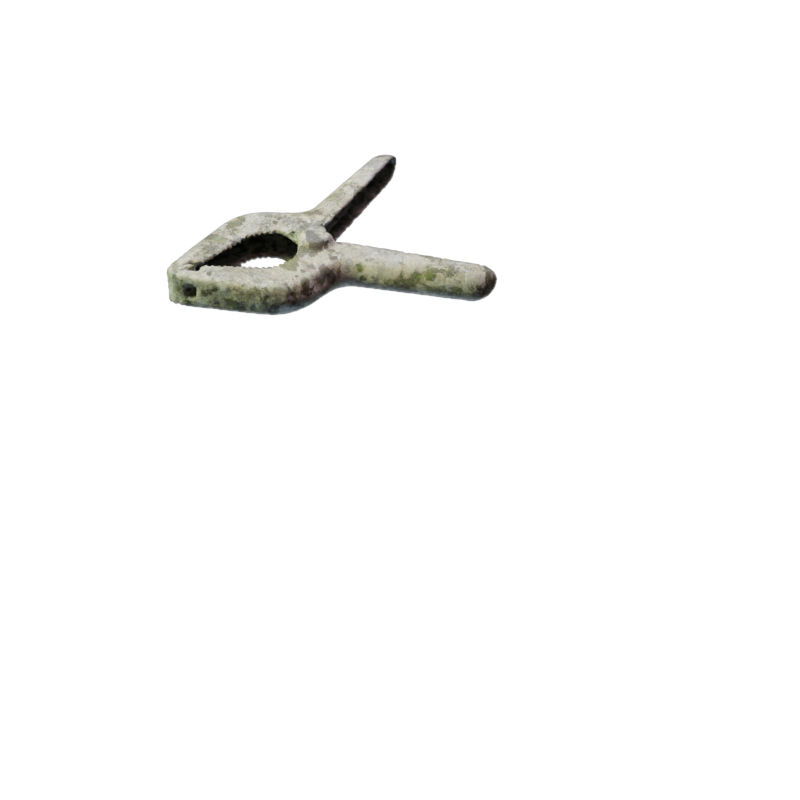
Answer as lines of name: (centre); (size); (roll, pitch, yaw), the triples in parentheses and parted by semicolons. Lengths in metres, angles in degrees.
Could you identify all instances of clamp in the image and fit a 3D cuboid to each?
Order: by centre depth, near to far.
clamp: (-0.060, -0.110, 0.767); (0.207, 0.034, 0.178); (-12, 42, -13)
